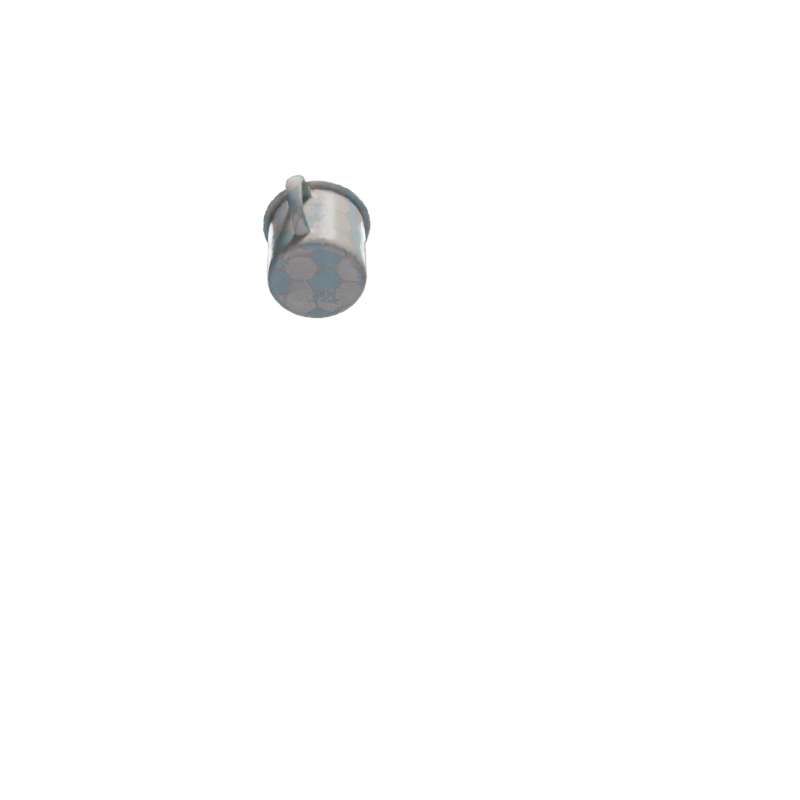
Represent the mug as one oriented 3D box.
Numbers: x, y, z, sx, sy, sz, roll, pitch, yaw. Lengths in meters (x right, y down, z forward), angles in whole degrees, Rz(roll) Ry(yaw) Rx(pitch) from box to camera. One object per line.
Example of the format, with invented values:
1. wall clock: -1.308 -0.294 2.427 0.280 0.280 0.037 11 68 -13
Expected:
1. mug: -0.072 -0.131 0.919 0.094 0.108 0.087 -10 40 6
